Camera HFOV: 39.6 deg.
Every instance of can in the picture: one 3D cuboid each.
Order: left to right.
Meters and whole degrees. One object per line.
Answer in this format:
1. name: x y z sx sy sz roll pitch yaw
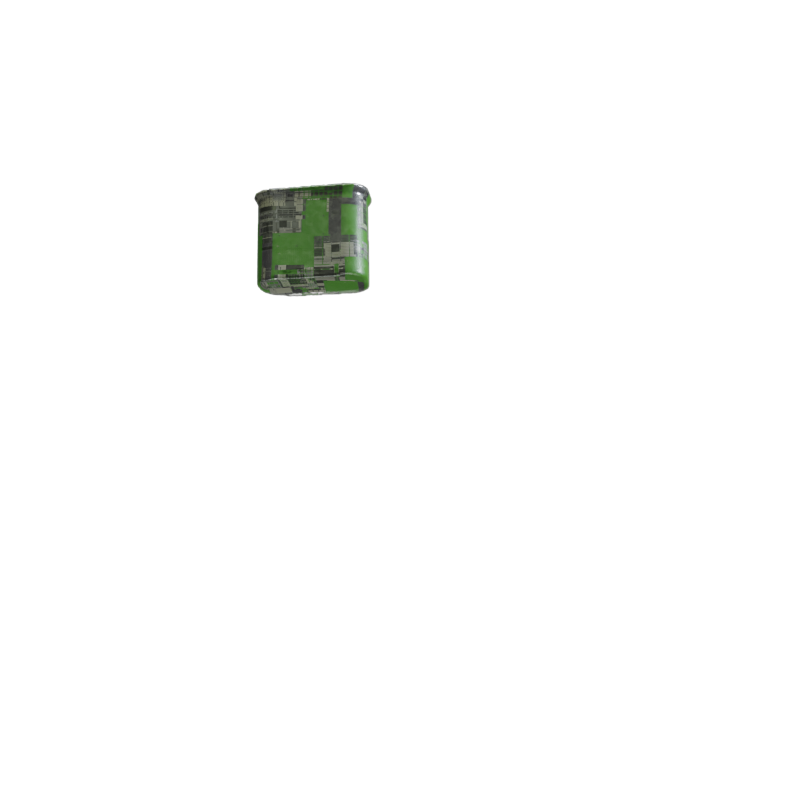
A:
1. can: -0.076 -0.139 0.971 0.103 0.088 0.054 -3 -18 8
